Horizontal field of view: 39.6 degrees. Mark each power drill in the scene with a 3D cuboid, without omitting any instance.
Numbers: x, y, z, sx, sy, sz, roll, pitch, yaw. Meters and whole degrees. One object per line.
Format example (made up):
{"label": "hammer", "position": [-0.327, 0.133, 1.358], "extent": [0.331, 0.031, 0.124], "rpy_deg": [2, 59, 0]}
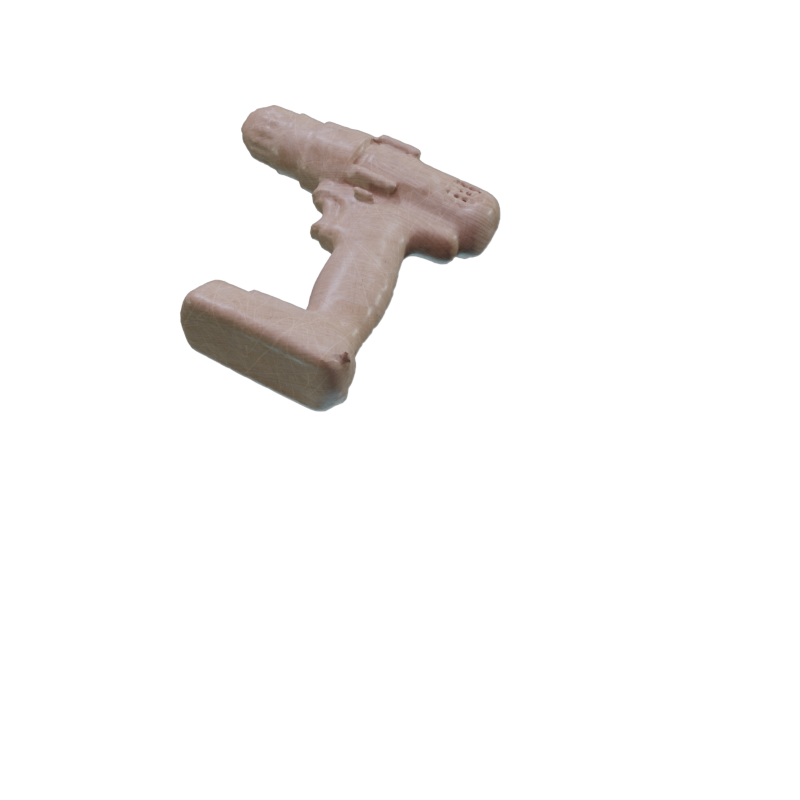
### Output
{"label": "power drill", "position": [-0.054, -0.098, 0.685], "extent": [0.191, 0.194, 0.053], "rpy_deg": [24, -33, 17]}
